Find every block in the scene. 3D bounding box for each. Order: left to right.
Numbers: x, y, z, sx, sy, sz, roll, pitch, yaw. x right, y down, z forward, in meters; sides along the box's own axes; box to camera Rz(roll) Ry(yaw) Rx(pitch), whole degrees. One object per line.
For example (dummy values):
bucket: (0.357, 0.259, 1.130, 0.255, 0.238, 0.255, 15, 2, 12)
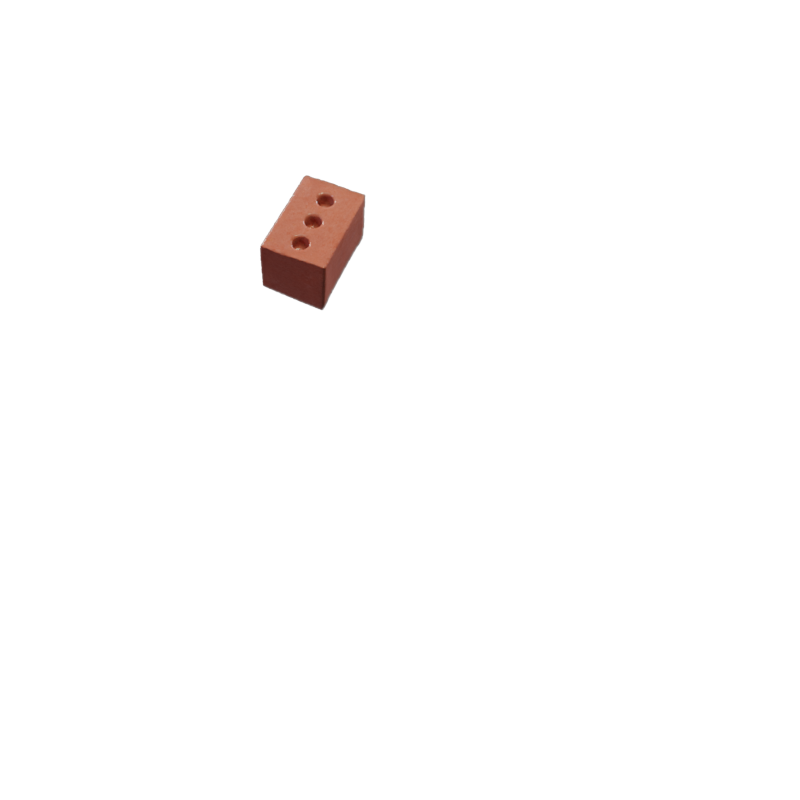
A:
block: (-0.065, -0.119, 0.832, 0.054, 0.081, 0.048, 19, -32, 11)
